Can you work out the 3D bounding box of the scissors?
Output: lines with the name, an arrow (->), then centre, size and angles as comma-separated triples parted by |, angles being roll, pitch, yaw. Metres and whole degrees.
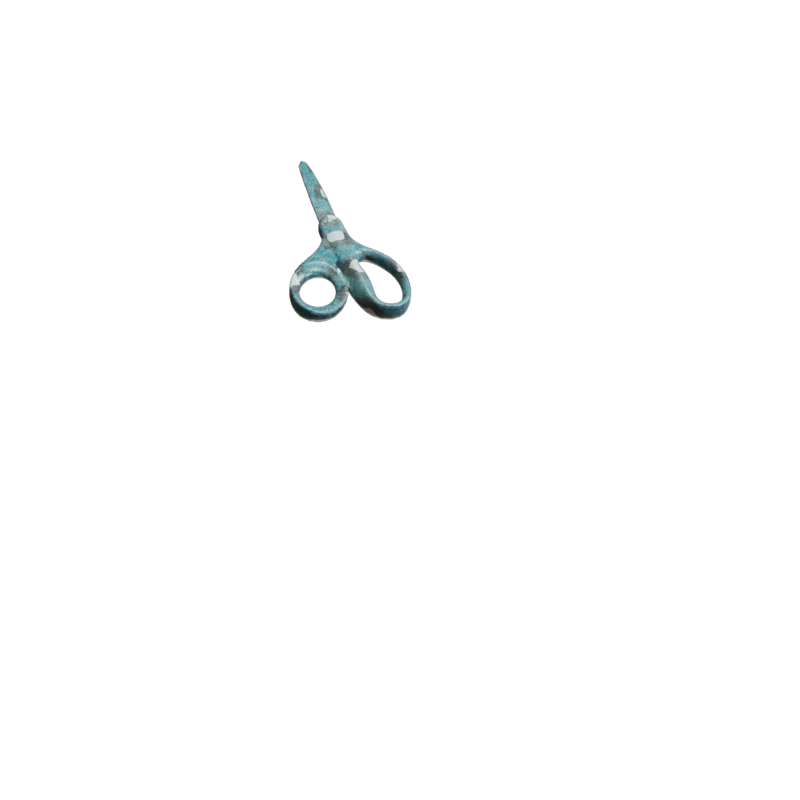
scissors -> -0.067, -0.121, 0.850 | 0.095, 0.015, 0.218 | -21, 46, -22
